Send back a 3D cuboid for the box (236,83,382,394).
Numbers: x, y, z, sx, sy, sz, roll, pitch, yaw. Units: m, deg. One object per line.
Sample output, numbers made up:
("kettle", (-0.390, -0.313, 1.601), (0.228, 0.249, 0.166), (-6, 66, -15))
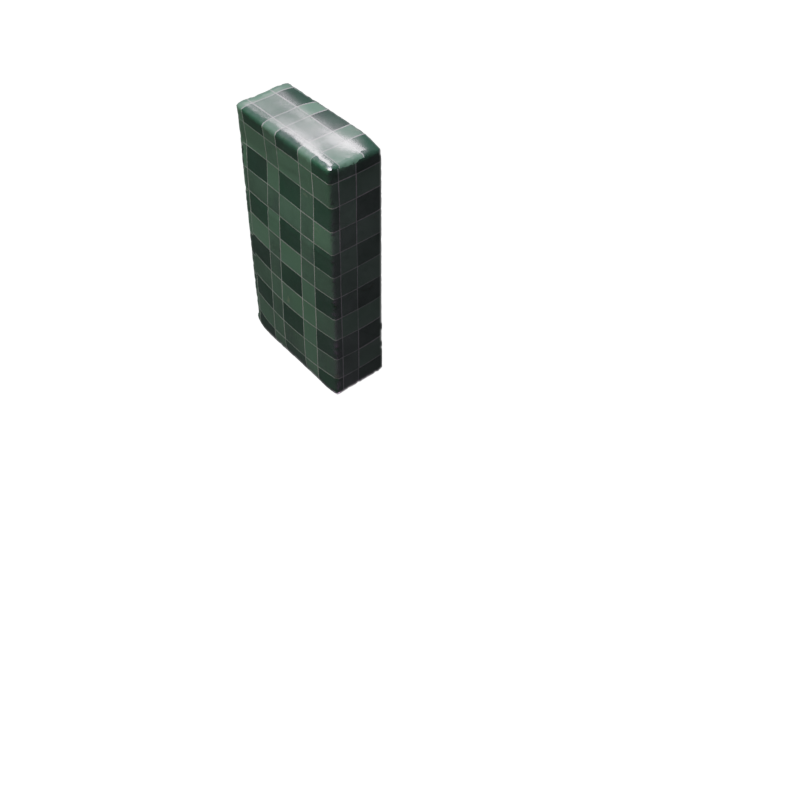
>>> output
("box", (-0.053, -0.098, 0.687), (0.048, 0.164, 0.100), (-26, 49, -29))
